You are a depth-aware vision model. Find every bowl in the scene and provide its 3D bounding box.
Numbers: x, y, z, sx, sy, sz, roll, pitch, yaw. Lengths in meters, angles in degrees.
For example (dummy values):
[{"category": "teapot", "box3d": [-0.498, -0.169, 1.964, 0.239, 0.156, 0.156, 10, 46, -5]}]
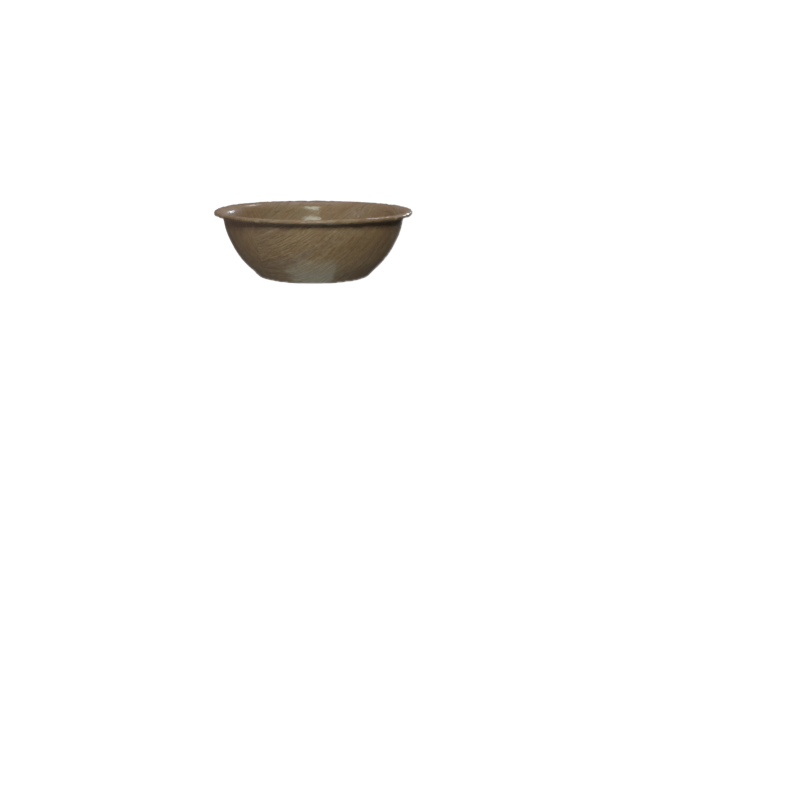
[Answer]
[{"category": "bowl", "box3d": [-0.071, -0.130, 0.907, 0.162, 0.054, 0.167, 0, 15, -2]}]
